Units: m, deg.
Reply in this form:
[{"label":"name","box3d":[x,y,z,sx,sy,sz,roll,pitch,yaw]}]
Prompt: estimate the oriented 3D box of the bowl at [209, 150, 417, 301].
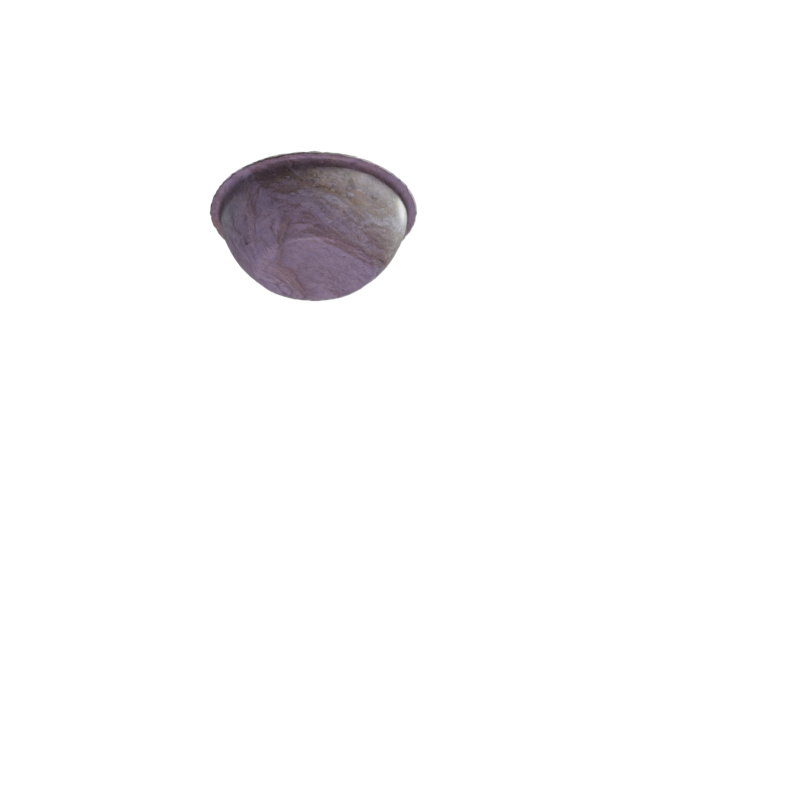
[{"label":"bowl","box3d":[-0.067,-0.122,0.855,0.162,0.059,0.152,1,-27,-2]}]
